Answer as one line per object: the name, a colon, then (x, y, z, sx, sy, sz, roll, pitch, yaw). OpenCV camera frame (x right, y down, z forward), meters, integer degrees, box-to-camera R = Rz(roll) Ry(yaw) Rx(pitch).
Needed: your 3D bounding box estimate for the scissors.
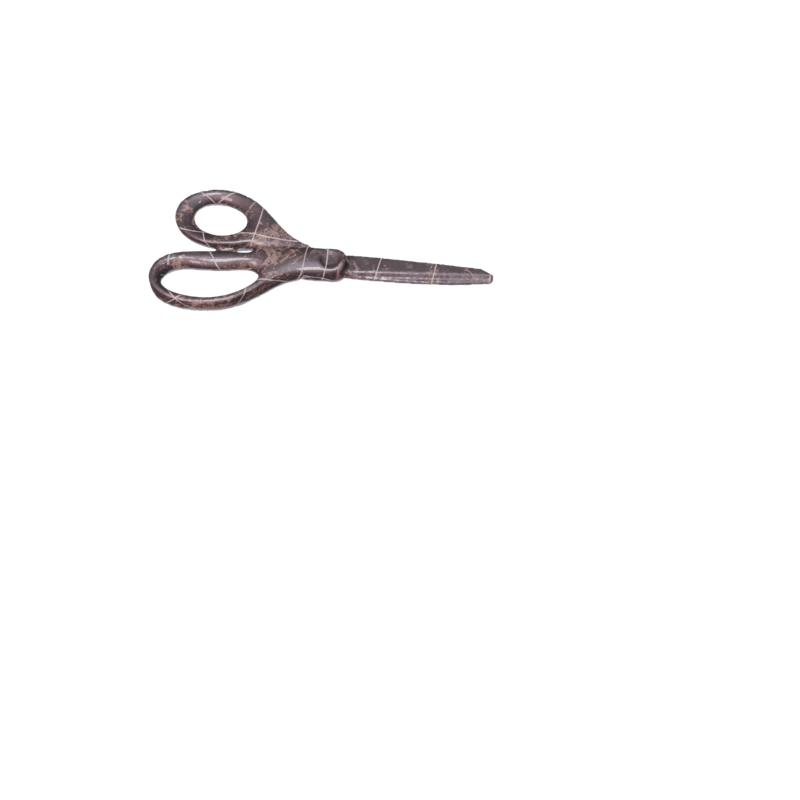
scissors: (-0.053, -0.097, 0.677, 0.200, 0.104, 0.015, -8, -35, -6)
